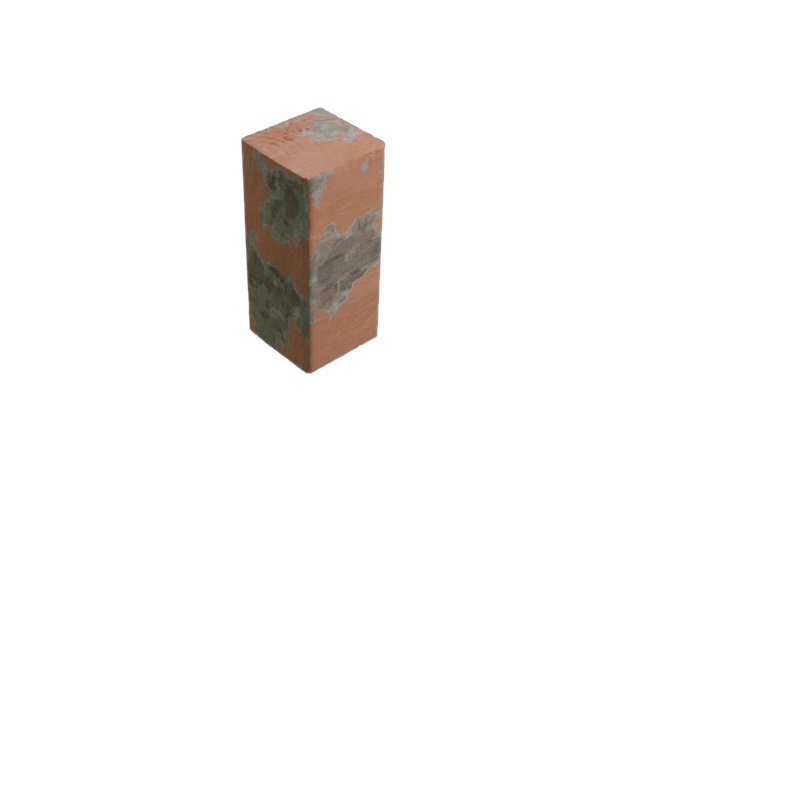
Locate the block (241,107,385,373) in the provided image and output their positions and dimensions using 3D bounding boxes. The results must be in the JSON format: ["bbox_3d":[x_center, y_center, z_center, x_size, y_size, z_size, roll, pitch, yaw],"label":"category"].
[{"bbox_3d":[-0.077,-0.140,0.983,0.090,0.193,0.097,-27,47,-33],"label":"block"}]
